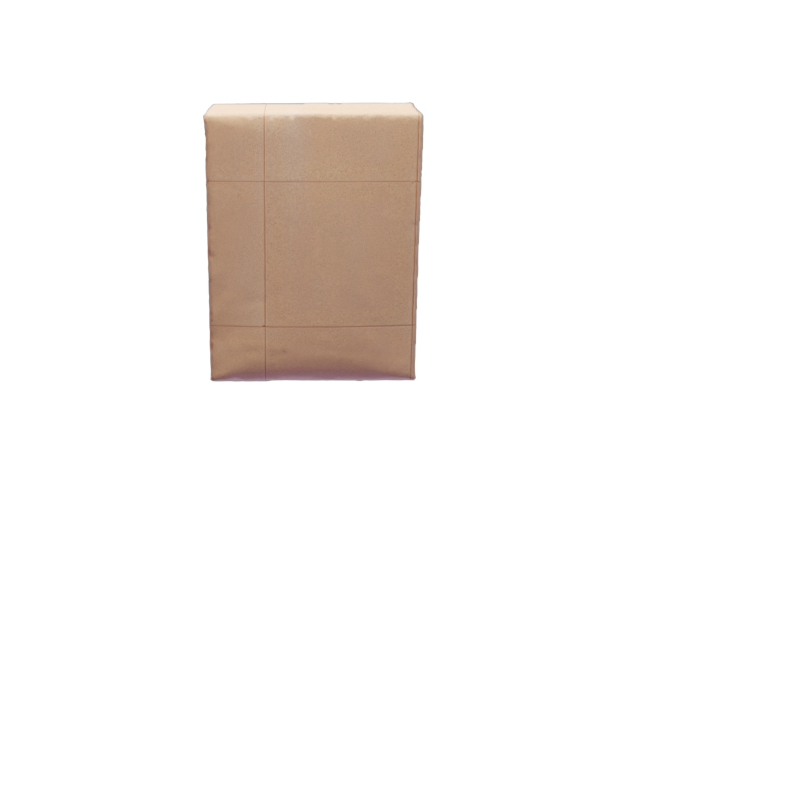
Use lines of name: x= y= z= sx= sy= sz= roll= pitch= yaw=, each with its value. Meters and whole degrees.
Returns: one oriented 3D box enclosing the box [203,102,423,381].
box: x=-0.068 y=-0.124 z=0.871 sx=0.164 sy=0.206 sz=0.075 roll=0 pitch=17 yaw=-2
